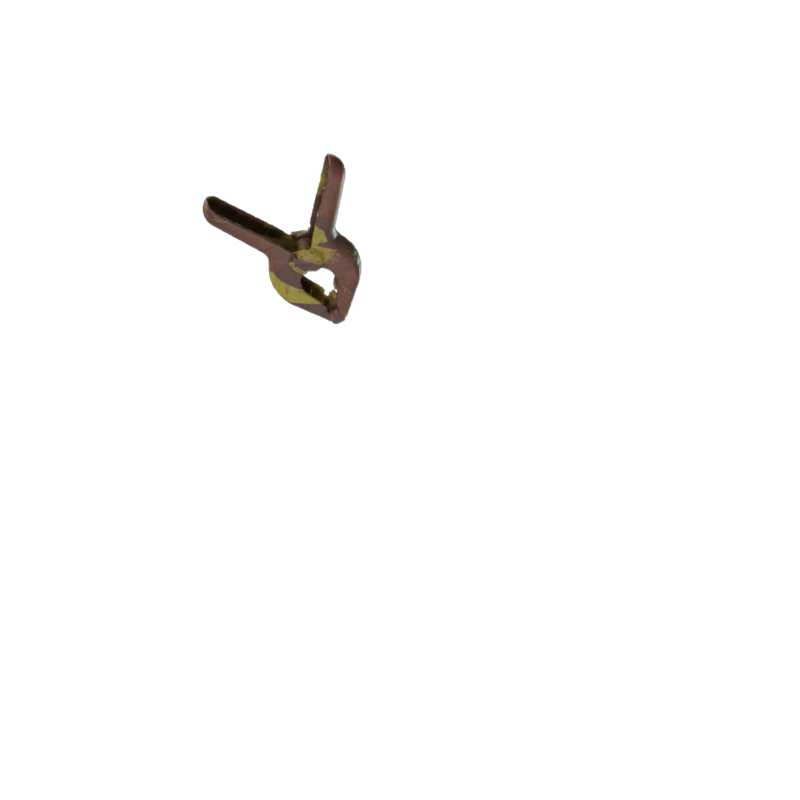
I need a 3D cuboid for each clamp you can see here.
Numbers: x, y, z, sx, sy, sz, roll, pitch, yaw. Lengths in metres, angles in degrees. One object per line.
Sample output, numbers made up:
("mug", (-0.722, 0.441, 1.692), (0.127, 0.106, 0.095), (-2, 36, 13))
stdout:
("clamp", (-0.073, -0.133, 0.929), (0.121, 0.042, 0.158), (-19, -43, 21))
